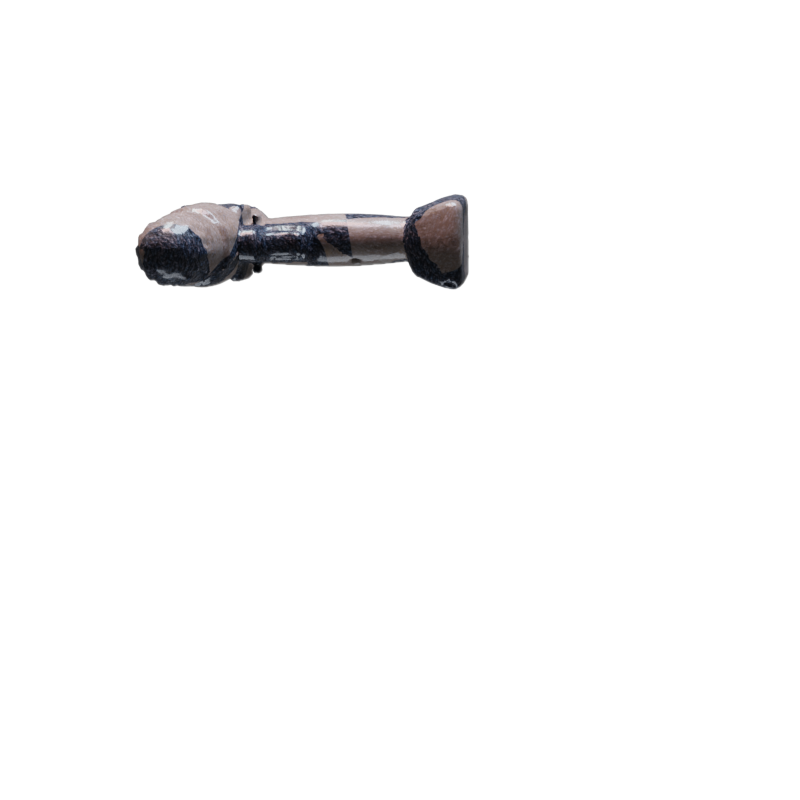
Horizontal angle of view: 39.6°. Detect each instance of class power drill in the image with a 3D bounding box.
[{"bbox_3d":[-0.054,-0.098,0.686,0.190,0.056,0.186,2,13,10],"label":"power drill"}]
